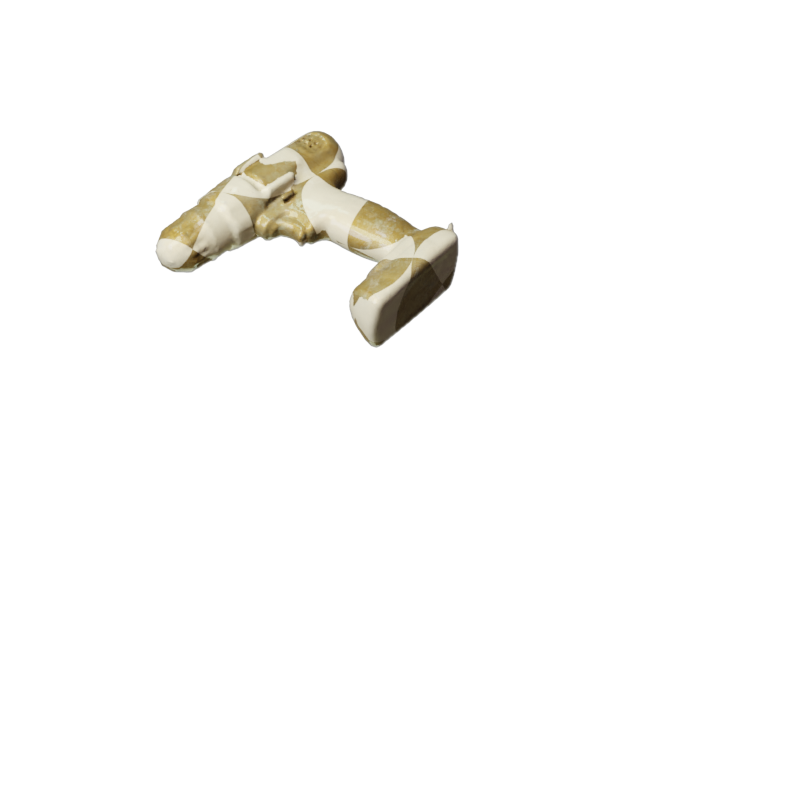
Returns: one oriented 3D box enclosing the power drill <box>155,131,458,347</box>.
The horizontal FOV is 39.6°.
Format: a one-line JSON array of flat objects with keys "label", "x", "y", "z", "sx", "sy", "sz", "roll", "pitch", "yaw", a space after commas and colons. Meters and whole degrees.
[{"label": "power drill", "x": -0.066, "y": -0.120, "z": 0.840, "sx": 0.199, "sy": 0.053, "sz": 0.187, "roll": 35, "pitch": 58, "yaw": 26}]
